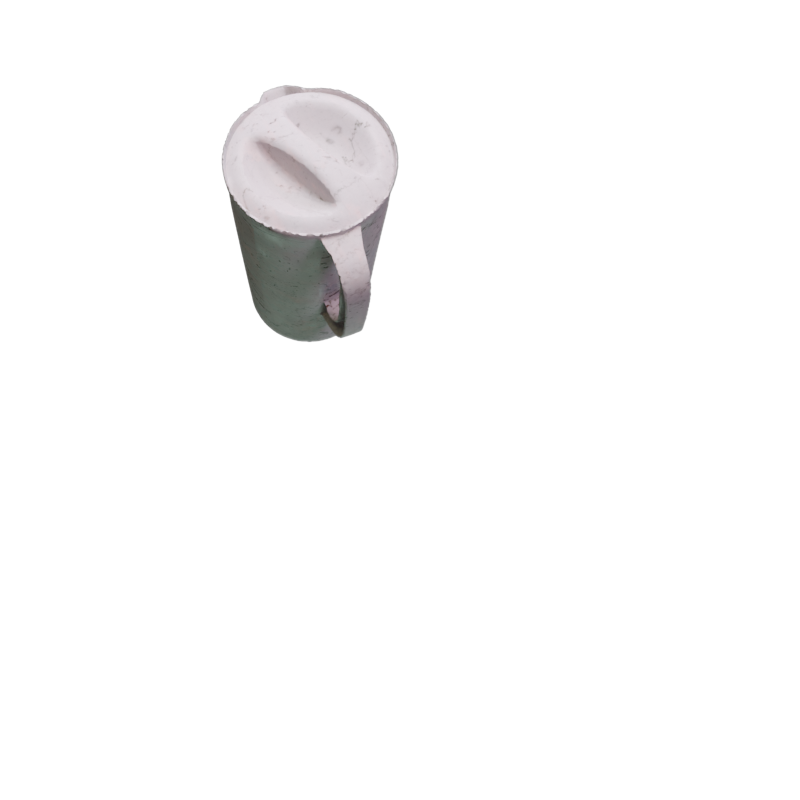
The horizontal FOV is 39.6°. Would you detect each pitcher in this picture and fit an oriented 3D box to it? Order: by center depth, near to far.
[{"bbox_3d":[-0.073,-0.132,0.928,0.148,0.155,0.230,22,-23,6],"label":"pitcher"}]
